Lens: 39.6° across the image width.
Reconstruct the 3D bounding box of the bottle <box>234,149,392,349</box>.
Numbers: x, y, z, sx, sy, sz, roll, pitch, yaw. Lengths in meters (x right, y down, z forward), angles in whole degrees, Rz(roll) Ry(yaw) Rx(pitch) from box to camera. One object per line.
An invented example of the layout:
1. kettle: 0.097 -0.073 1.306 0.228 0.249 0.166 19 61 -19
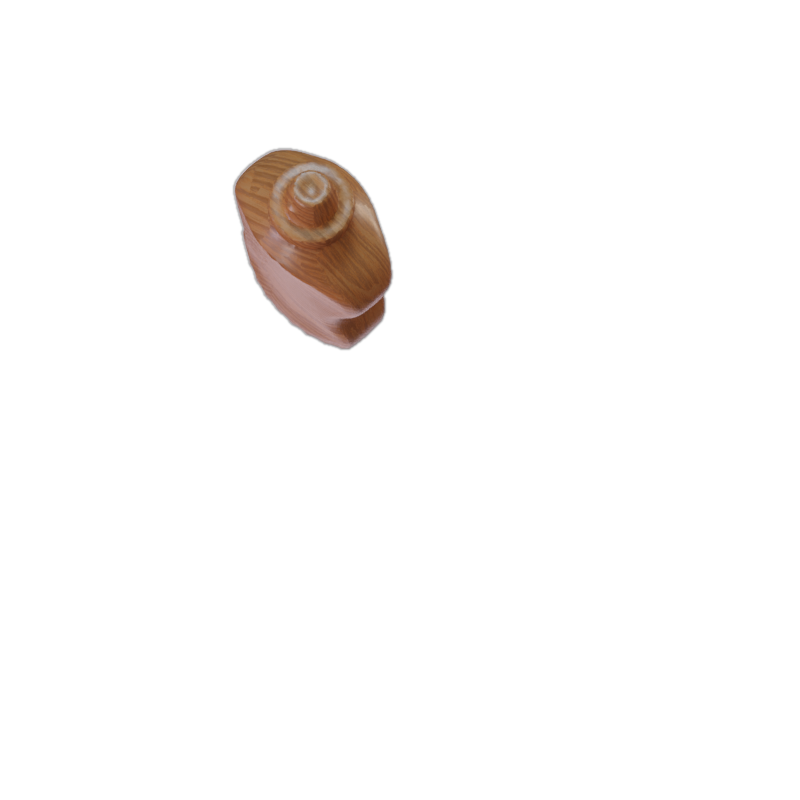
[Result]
1. bottle: -0.047 -0.084 0.590 0.059 0.098 0.187 -40 -4 -8
